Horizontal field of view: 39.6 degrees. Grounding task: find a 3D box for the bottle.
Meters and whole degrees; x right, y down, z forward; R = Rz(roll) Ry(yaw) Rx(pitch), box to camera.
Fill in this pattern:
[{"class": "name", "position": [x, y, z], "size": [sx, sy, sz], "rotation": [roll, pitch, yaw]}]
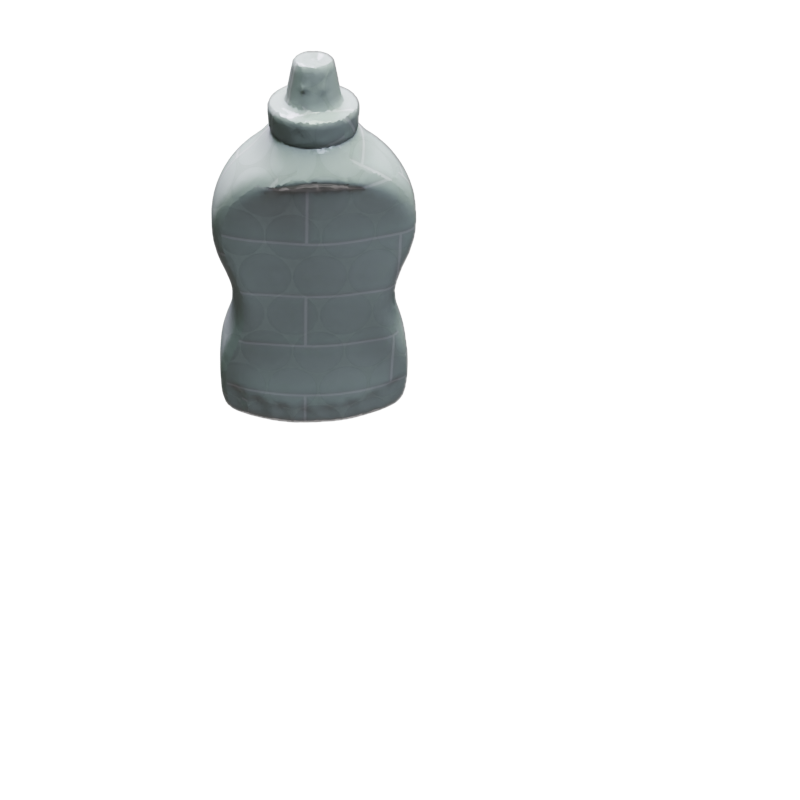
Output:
[{"class": "bottle", "position": [-0.042, -0.076, 0.532], "size": [0.096, 0.179, 0.063], "rotation": [0, 39, -3]}]
